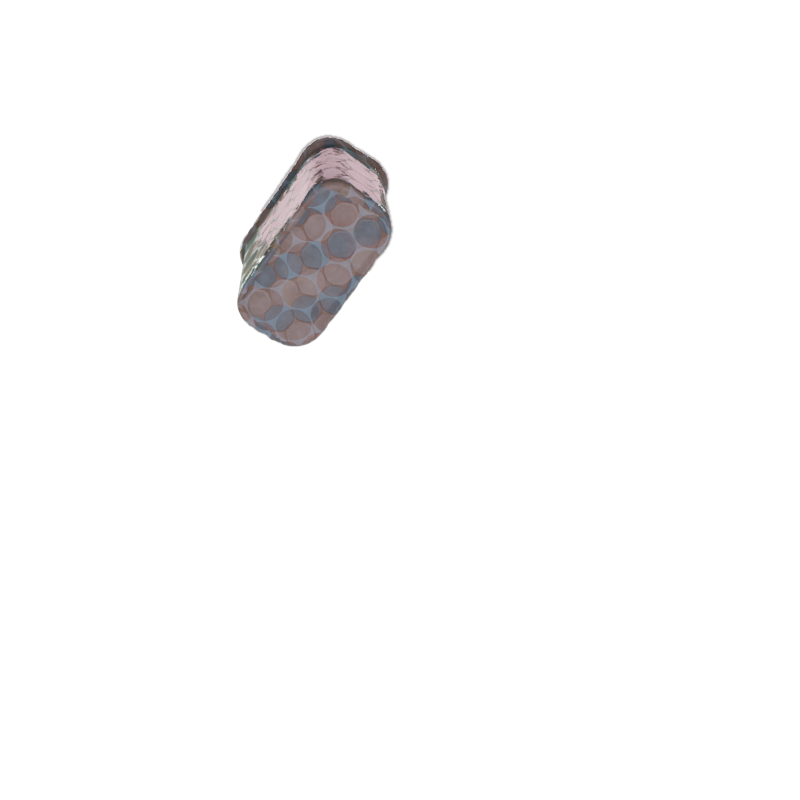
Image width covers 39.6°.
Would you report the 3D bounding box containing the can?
[{"bbox_3d":[-0.049,-0.089,0.626,0.056,0.100,0.088,32,18,-16],"label":"can"}]
